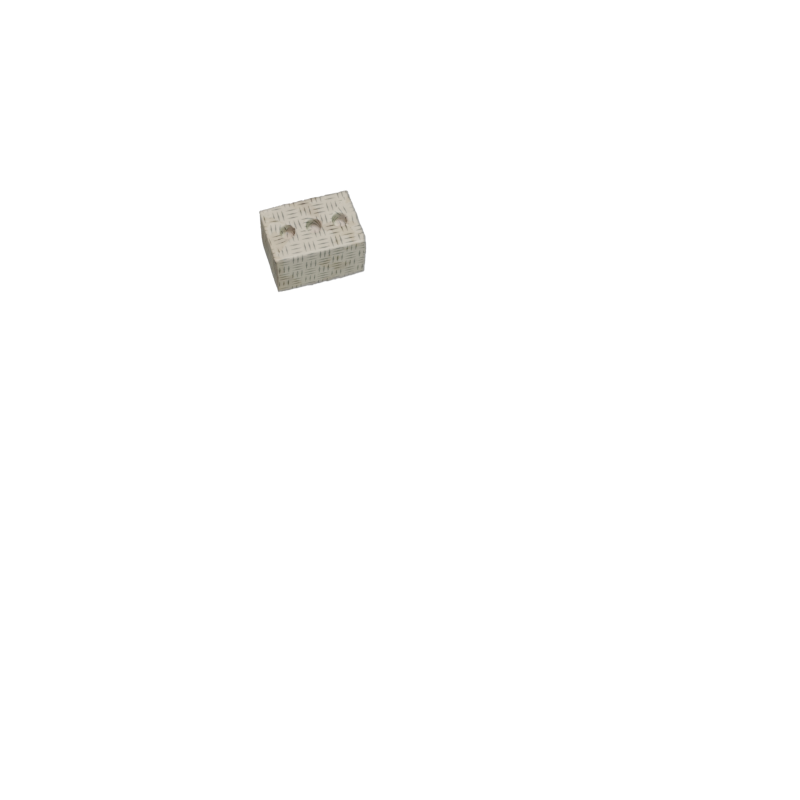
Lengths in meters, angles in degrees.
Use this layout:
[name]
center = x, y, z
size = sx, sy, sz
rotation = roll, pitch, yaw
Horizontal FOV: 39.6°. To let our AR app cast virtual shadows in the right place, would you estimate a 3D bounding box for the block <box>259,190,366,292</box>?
[block]
center = -0.071, -0.130, 0.913
size = 0.077, 0.056, 0.048
rotation = -15, -27, -10
